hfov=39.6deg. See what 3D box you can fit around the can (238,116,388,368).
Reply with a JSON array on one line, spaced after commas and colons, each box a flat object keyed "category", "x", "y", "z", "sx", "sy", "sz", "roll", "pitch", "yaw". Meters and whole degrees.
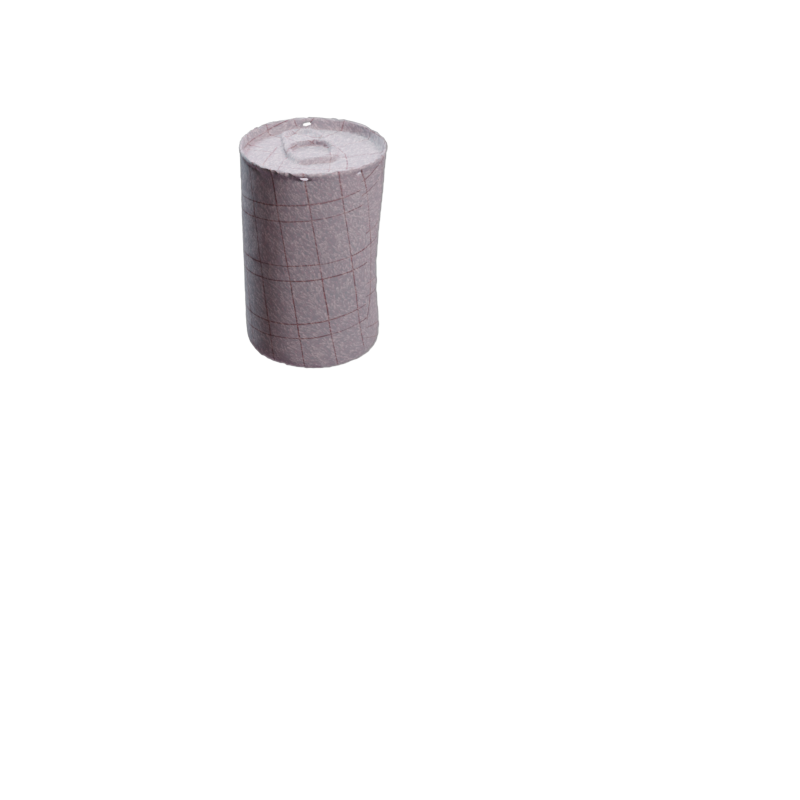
[{"category": "can", "x": -0.041, "y": -0.075, "z": 0.529, "sx": 0.068, "sy": 0.096, "sz": 0.073, "roll": 0, "pitch": 31, "yaw": -3}]
